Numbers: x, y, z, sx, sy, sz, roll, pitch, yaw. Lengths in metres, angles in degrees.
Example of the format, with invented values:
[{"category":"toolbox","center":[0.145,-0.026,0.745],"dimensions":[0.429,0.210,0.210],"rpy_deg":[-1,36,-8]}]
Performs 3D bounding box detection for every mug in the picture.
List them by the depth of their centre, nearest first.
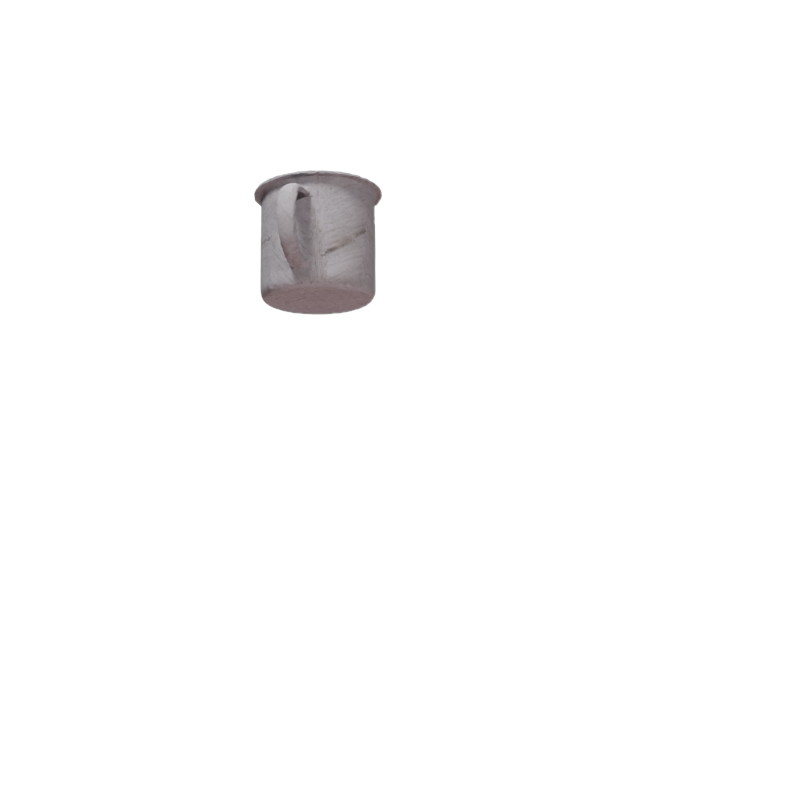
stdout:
[{"category":"mug","center":[-0.061,-0.112,0.783],"dimensions":[0.095,0.085,0.111],"rpy_deg":[-4,-14,13]}]
